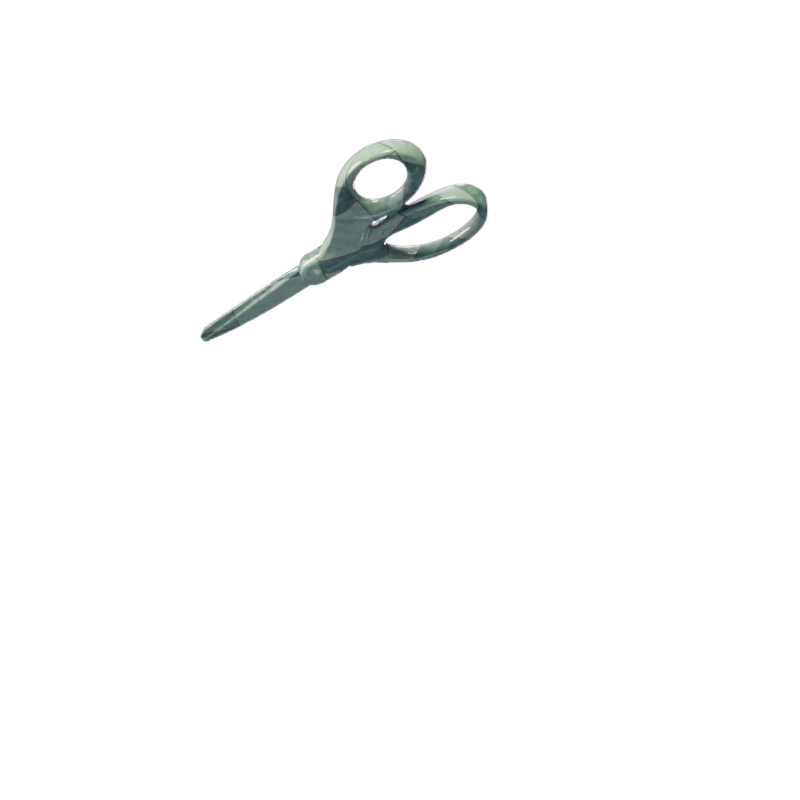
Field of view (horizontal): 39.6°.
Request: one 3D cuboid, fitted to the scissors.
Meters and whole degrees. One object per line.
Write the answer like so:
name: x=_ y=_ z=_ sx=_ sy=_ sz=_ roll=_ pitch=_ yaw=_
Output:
scissors: x=-0.050 y=-0.092 z=0.642 sx=0.203 sy=0.017 sz=0.089 roll=-17 pitch=-45 yaw=17
